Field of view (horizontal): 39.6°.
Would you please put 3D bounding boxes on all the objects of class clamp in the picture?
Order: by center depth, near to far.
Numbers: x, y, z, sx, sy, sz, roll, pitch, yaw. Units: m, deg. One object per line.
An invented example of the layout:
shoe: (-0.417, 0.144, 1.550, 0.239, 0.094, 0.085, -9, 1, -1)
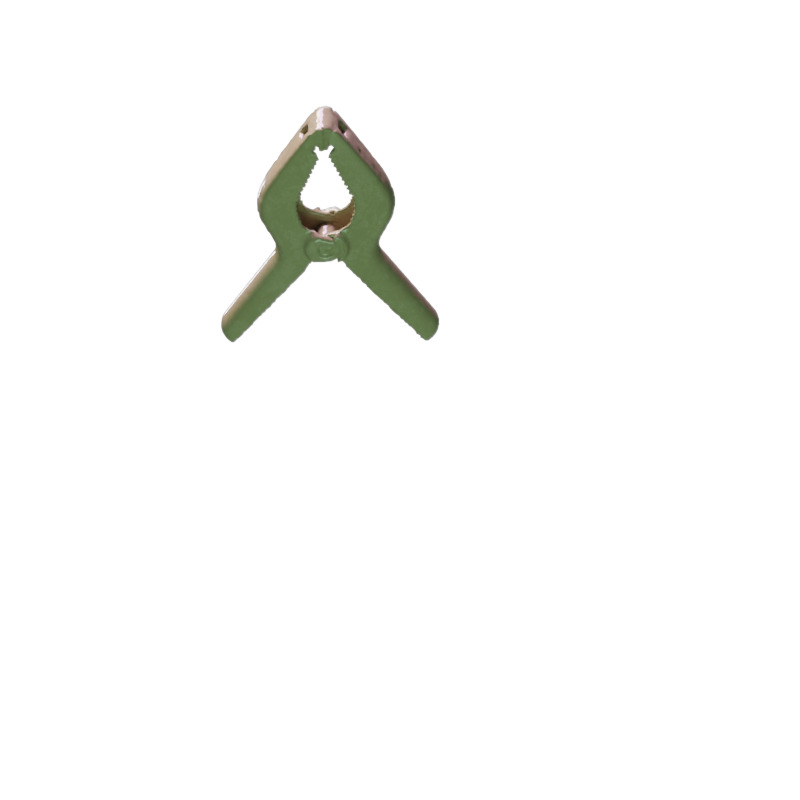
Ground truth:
clamp: (-0.062, -0.113, 0.790, 0.165, 0.194, 0.039, -5, 44, 5)
